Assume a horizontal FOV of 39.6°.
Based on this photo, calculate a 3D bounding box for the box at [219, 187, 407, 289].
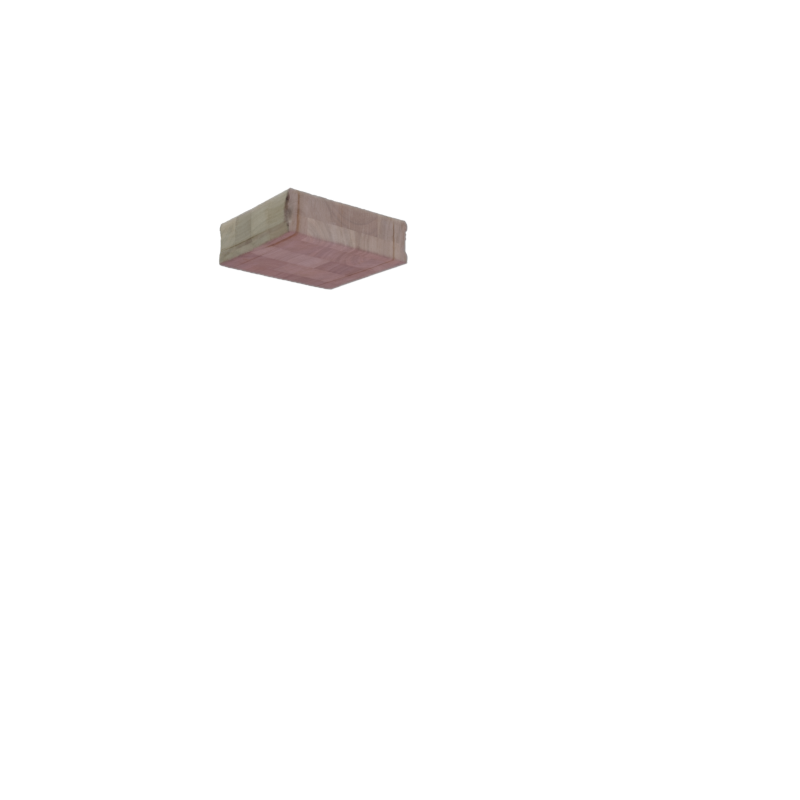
[{"bbox_3d":[-0.051,-0.094,0.659,0.085,0.031,0.074,10,-16,-37],"label":"box"}]
